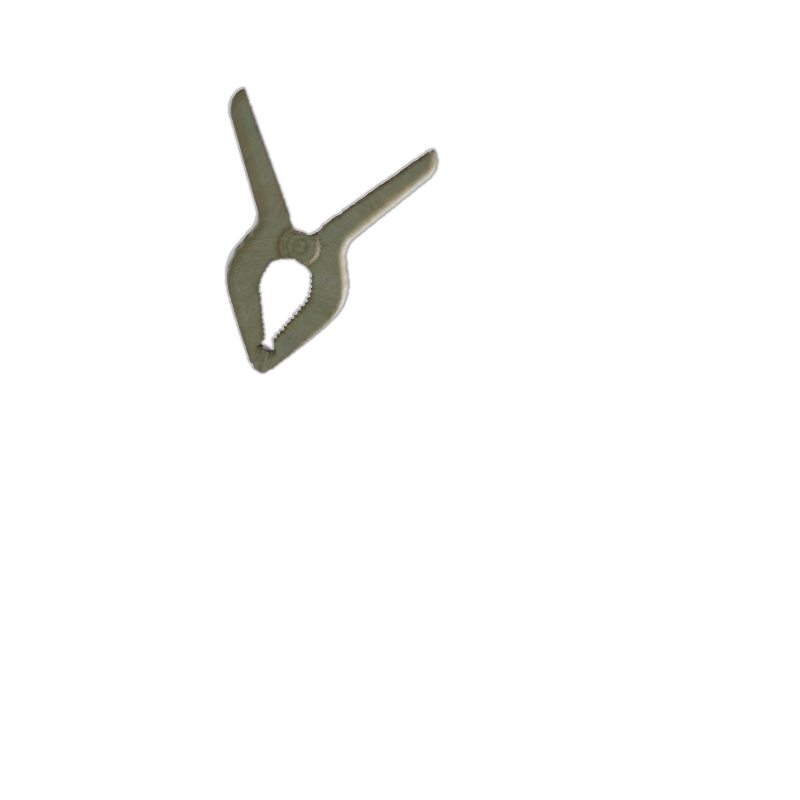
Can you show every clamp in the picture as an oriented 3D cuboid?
[{"bbox_3d":[-0.066,-0.121,0.849,0.164,0.209,0.037,11,2,-1],"label":"clamp"}]
